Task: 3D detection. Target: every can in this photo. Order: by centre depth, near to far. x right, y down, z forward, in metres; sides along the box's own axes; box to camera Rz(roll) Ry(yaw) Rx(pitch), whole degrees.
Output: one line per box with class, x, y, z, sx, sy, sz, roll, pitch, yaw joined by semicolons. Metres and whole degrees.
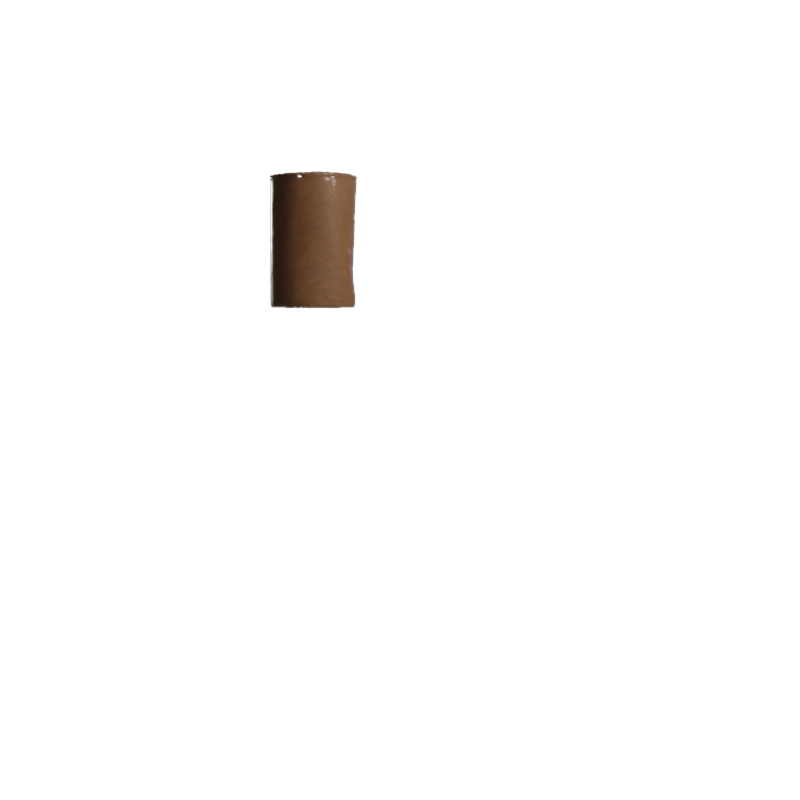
can;-0.067;-0.123;0.860;0.068;0.103;0.068;0;0;-2
